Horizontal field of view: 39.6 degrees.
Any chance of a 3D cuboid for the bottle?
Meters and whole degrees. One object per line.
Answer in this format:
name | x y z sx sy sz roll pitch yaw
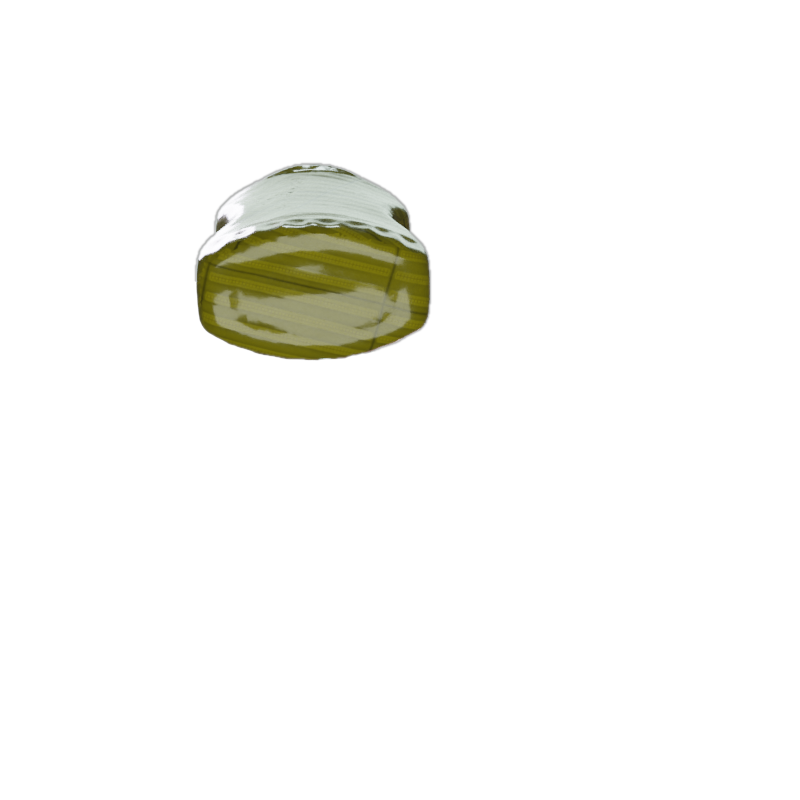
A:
bottle | -0.042 -0.077 0.536 0.096 0.056 0.200 -3 20 -2
